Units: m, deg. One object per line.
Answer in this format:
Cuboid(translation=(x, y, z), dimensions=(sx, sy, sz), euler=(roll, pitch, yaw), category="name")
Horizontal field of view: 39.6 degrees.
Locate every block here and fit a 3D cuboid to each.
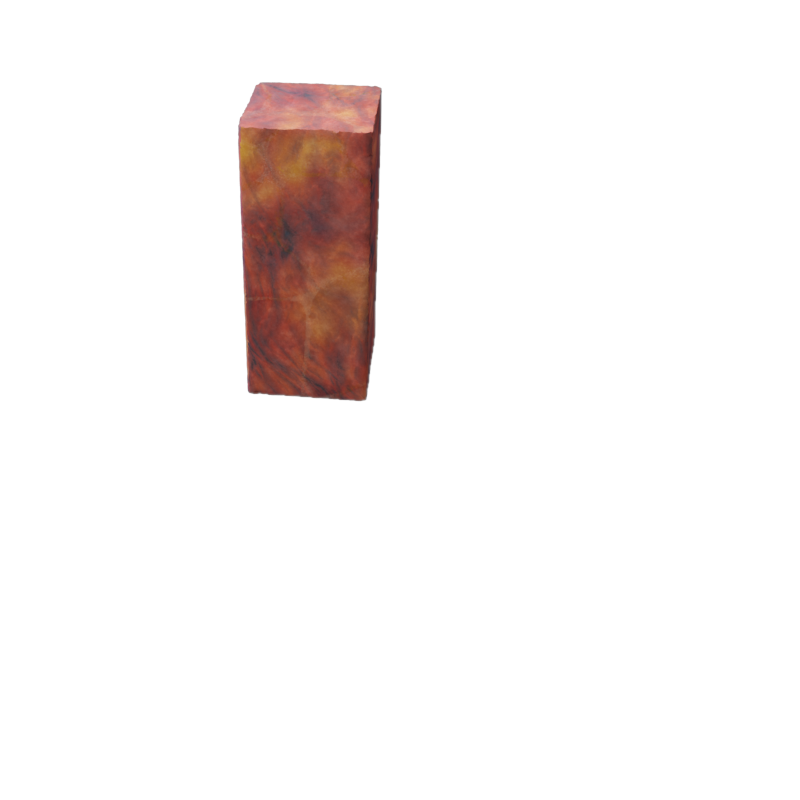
Cuboid(translation=(-0.062, -0.113, 0.788), dimensions=(0.091, 0.194, 0.096), euler=(4, 30, 3), category="block")
